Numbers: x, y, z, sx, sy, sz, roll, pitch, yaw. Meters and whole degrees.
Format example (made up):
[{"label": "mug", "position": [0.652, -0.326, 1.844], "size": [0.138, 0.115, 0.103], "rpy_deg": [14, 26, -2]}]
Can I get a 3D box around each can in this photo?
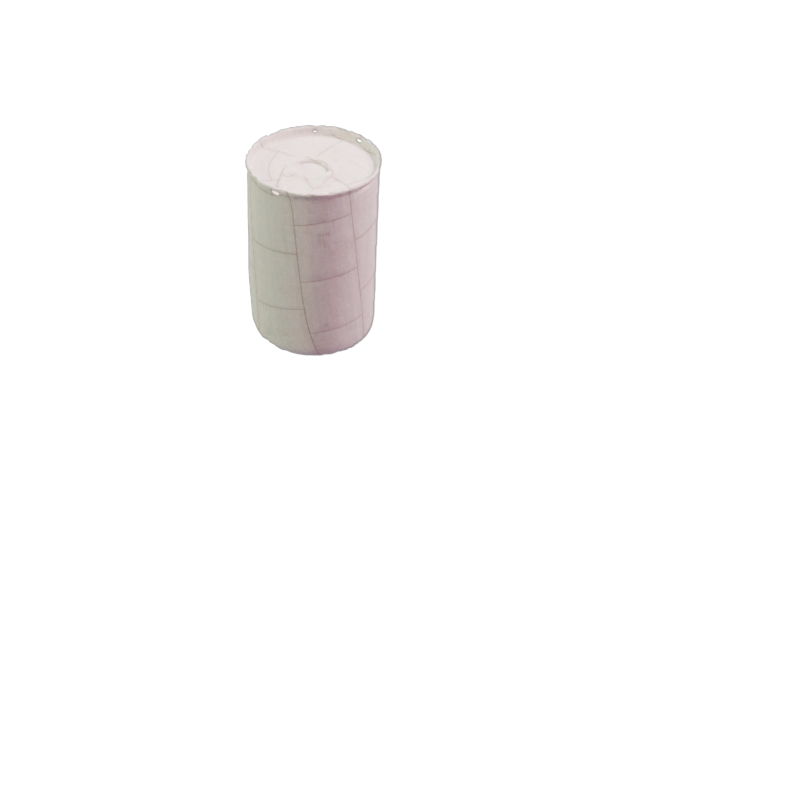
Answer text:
[{"label": "can", "position": [-0.045, -0.083, 0.579], "size": [0.068, 0.095, 0.073], "rpy_deg": [0, 38, -3]}]
